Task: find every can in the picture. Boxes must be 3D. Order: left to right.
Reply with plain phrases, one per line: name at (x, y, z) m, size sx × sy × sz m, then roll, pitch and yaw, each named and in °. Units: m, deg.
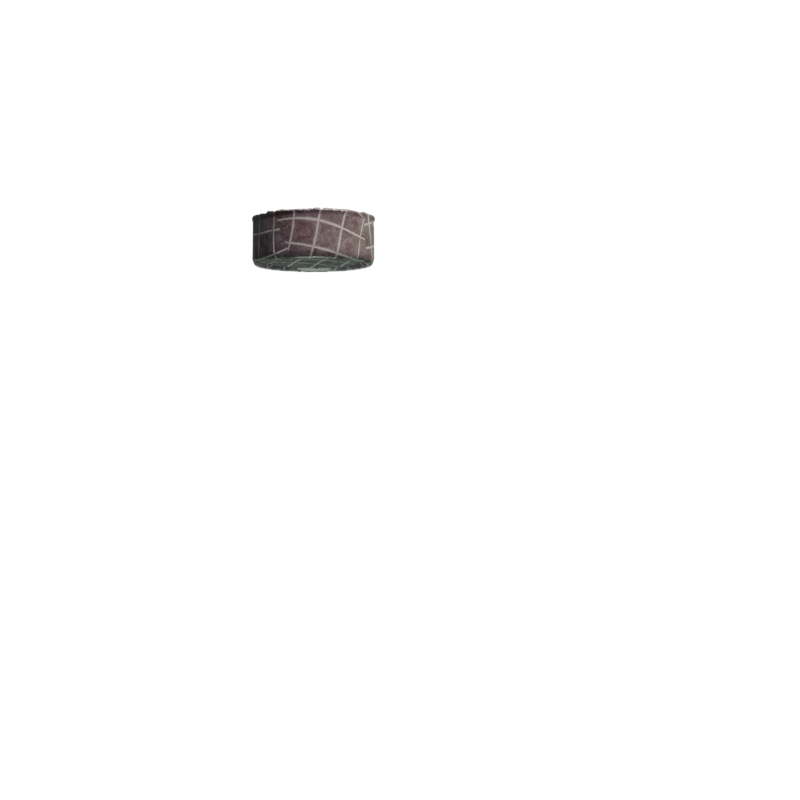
can at (-0.060, -0.110, 0.770) m, size 0.086 × 0.034 × 0.085 m, roll 0°, pitch -1°, yaw -2°
